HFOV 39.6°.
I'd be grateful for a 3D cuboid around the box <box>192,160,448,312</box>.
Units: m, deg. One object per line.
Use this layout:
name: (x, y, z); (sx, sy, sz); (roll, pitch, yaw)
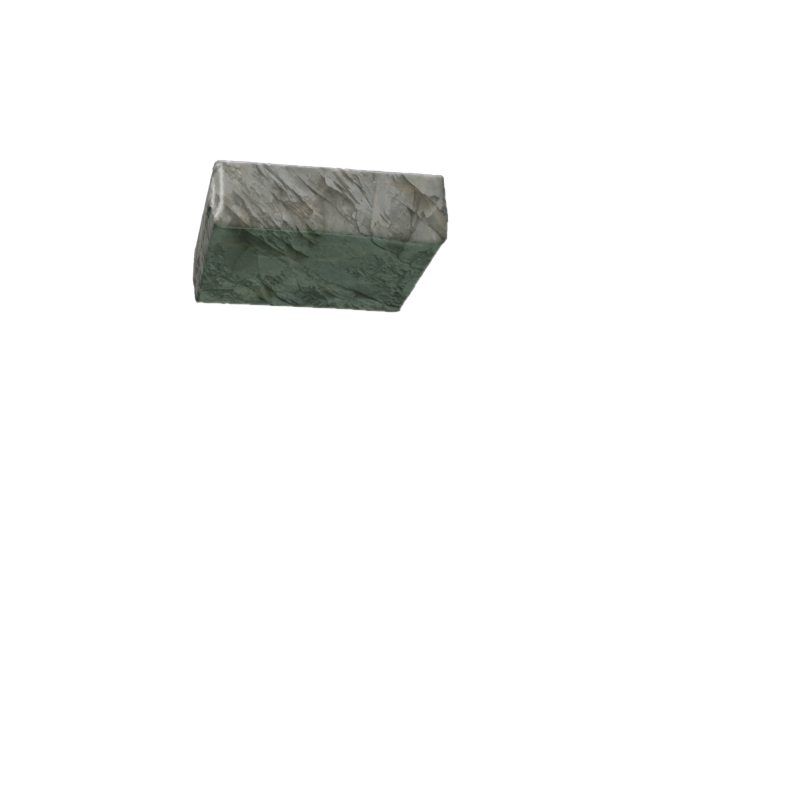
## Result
box: (-0.043, -0.078, 0.547); (0.112, 0.041, 0.087); (4, -21, -12)
